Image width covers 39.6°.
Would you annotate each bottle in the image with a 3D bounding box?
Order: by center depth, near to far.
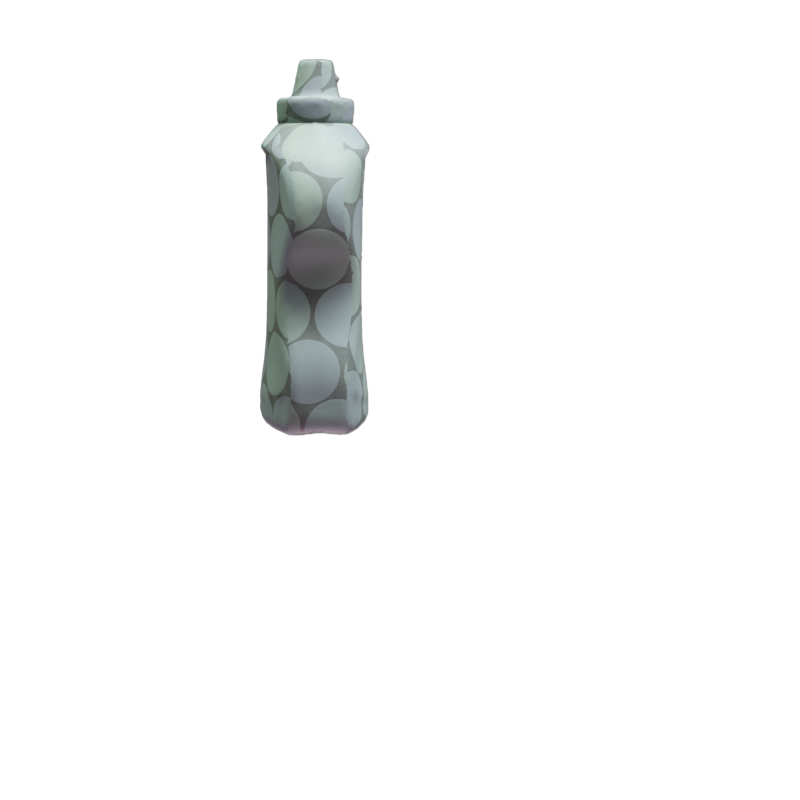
[{"bbox_3d":[-0.046,-0.084,0.590,0.058,0.190,0.098,0,5,-5],"label":"bottle"}]
